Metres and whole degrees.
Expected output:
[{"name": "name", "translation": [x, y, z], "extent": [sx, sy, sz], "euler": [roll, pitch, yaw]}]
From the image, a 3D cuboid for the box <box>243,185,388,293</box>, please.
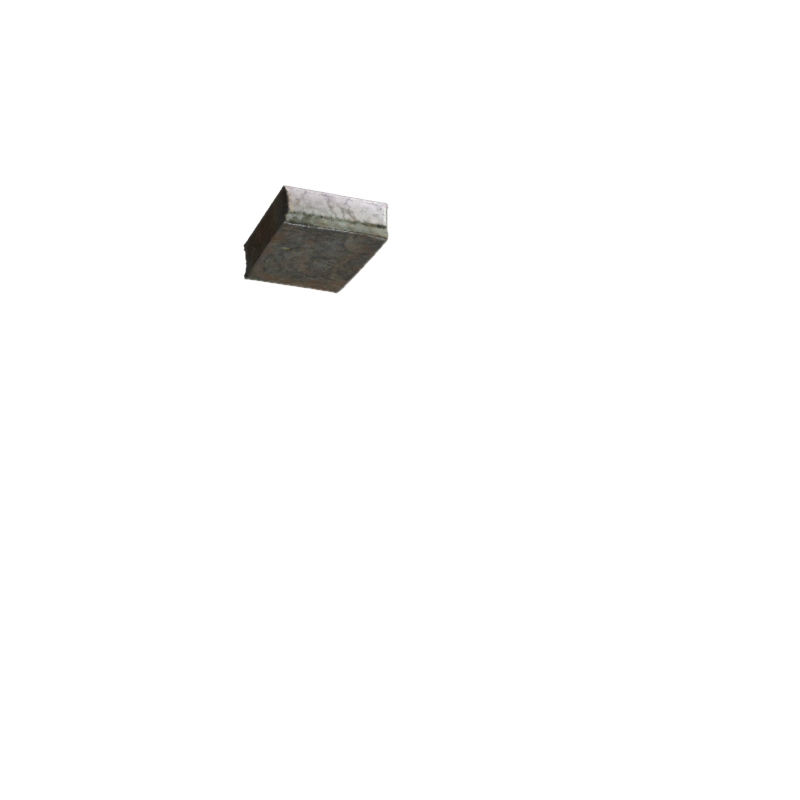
[{"name": "box", "translation": [-0.071, -0.130, 0.914], "extent": [0.087, 0.041, 0.111], "euler": [9, -25, -21]}]
